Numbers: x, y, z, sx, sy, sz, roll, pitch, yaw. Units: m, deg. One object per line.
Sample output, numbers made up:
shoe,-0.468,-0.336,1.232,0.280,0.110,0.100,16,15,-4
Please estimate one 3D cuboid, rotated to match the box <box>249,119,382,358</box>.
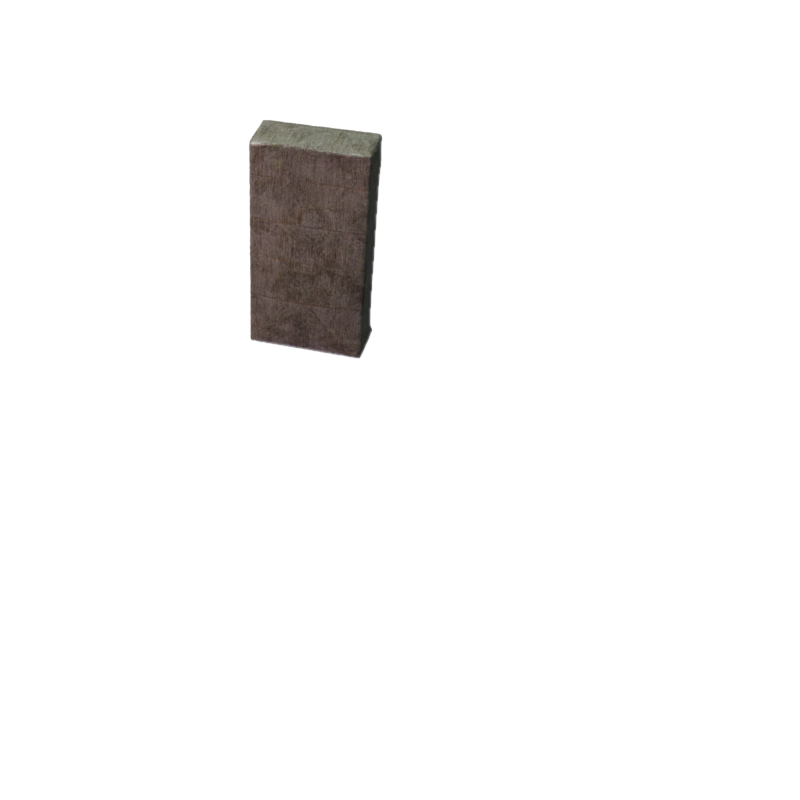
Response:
box,-0.066,-0.120,0.838,0.095,0.165,0.050,10,36,10
